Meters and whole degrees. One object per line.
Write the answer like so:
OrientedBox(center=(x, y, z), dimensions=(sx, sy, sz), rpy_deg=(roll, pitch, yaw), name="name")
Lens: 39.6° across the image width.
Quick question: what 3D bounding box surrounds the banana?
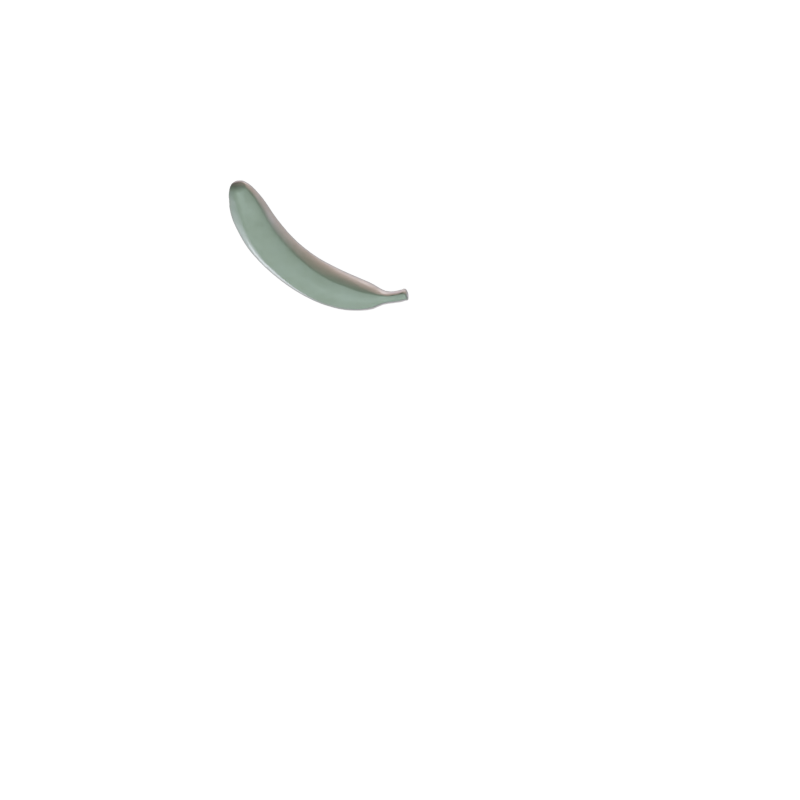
OrientedBox(center=(-0.087, -0.129, 0.996), dimensions=(0.188, 0.039, 0.068), rpy_deg=(30, -55, -25), name="banana")
